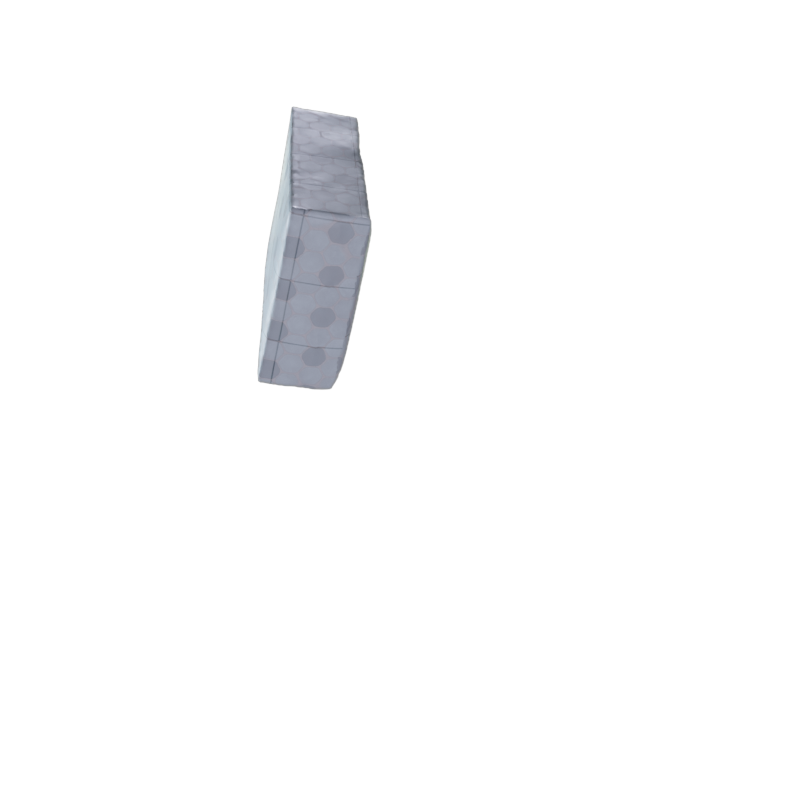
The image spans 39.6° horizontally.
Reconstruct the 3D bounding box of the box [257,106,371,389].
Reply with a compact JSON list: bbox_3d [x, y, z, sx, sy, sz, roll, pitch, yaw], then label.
[{"bbox_3d":[-0.075,-0.137,0.958,0.071,0.156,0.228,8,32,-9],"label":"box"}]
